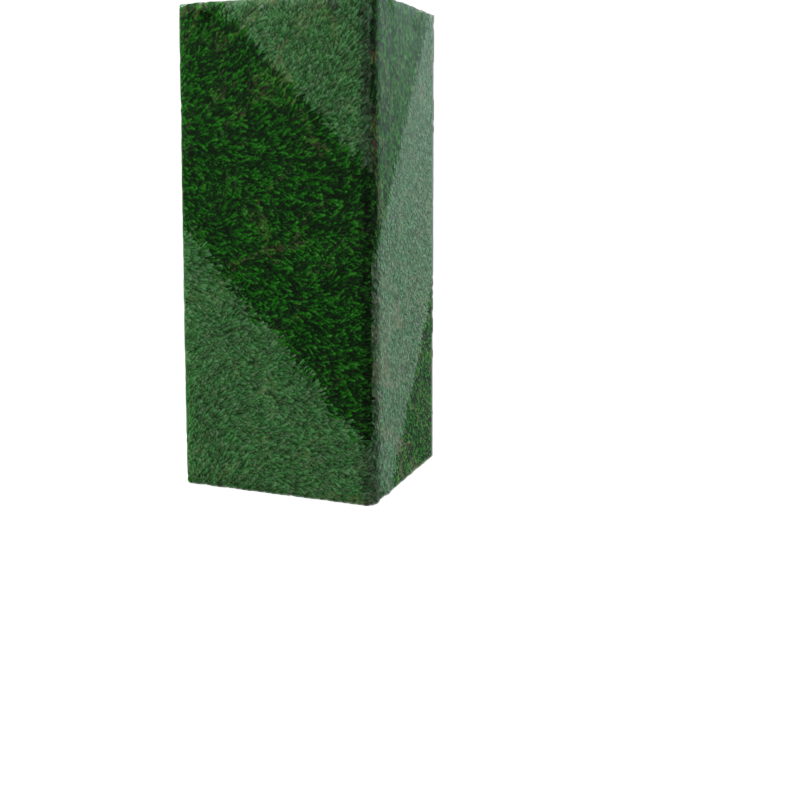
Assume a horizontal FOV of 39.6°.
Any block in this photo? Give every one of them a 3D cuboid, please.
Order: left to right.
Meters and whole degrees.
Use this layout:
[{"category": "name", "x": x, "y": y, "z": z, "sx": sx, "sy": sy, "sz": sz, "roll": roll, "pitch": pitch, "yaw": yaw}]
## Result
[{"category": "block", "x": -0.039, "y": -0.071, "z": 0.497, "sx": 0.093, "sy": 0.203, "sz": 0.089, "roll": 3, "pitch": 7, "yaw": 20}]
